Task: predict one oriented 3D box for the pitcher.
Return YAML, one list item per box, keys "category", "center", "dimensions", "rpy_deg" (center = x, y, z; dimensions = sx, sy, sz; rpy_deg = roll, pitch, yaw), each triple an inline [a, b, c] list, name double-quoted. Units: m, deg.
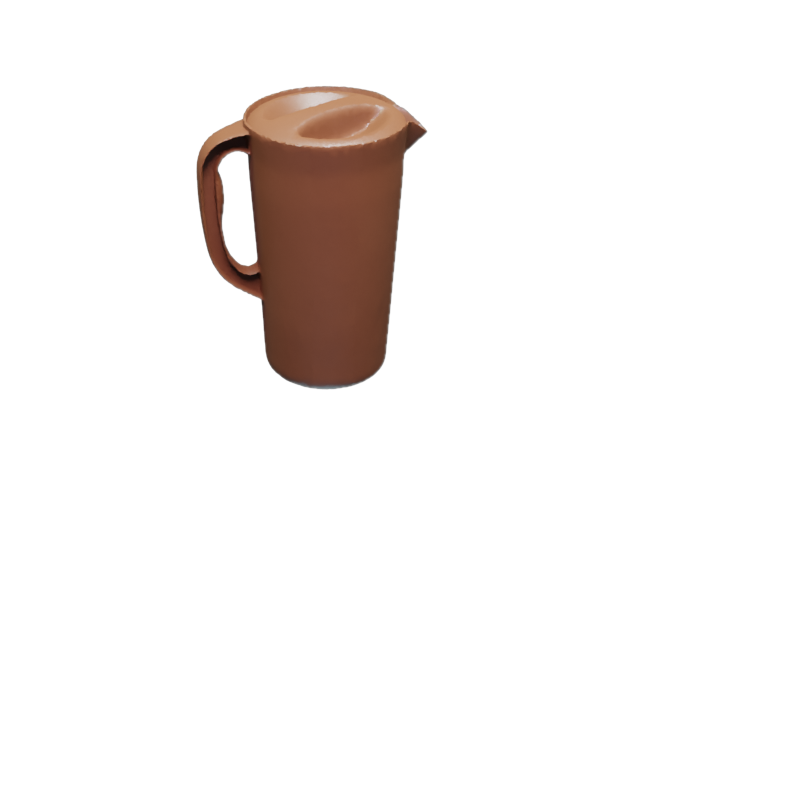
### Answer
- category: "pitcher"
  center: [-0.073, -0.134, 0.937]
  dimensions: [0.156, 0.229, 0.147]
  rpy_deg: [18, 34, 25]
